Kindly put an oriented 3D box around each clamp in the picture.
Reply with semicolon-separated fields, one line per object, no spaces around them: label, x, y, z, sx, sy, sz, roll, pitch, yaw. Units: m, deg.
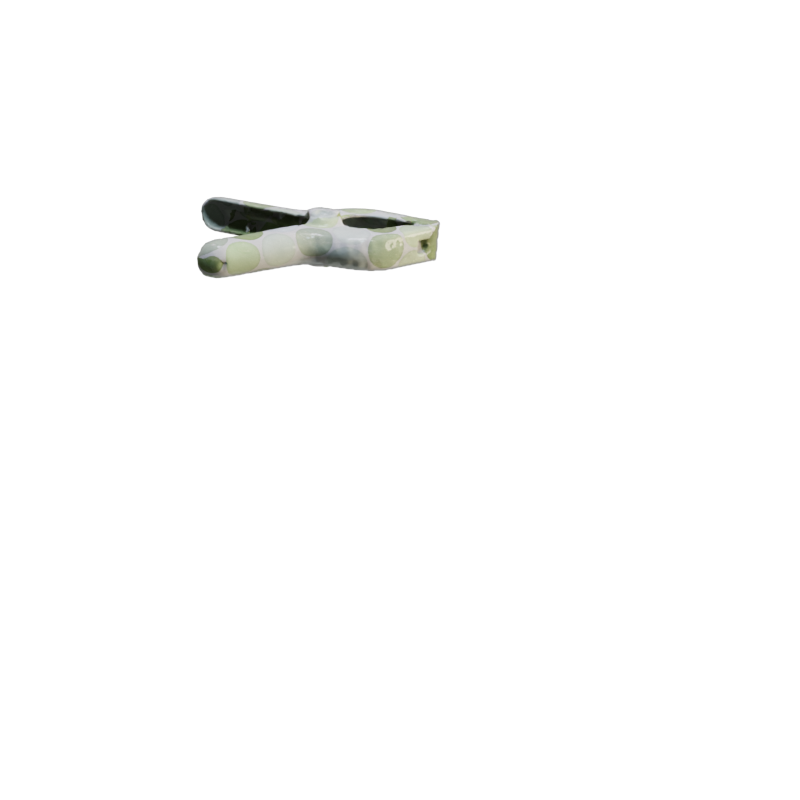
clamp;-0.059;-0.107;0.753;0.172;0.037;0.127;2;30;3
